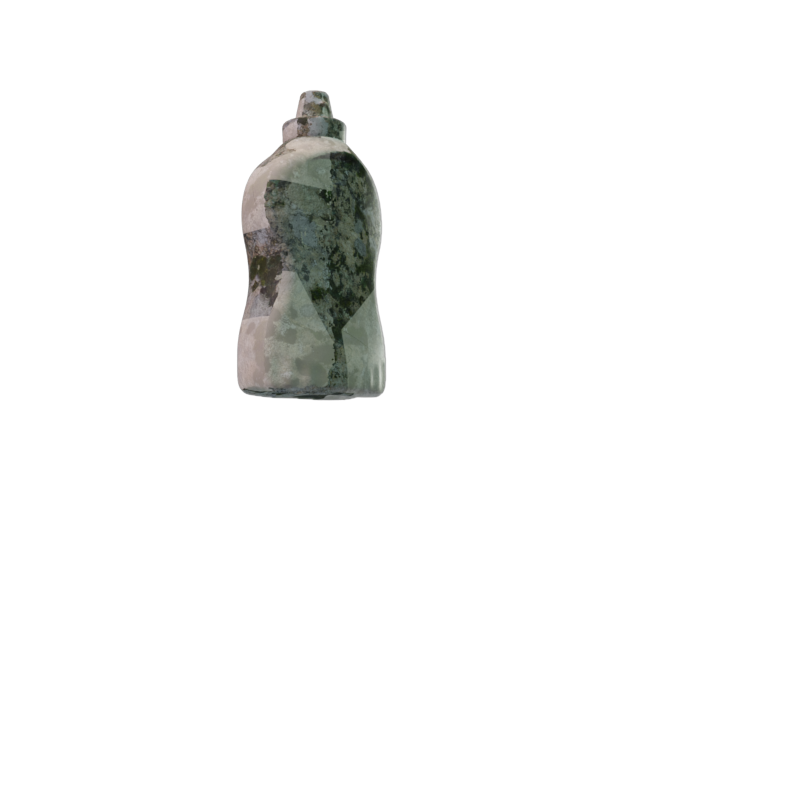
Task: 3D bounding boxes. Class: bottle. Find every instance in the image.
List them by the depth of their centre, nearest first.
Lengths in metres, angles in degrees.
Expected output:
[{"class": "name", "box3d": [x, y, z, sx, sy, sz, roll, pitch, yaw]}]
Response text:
[{"class": "bottle", "box3d": [-0.054, -0.098, 0.688, 0.092, 0.197, 0.059, 7, -13, -38]}]
